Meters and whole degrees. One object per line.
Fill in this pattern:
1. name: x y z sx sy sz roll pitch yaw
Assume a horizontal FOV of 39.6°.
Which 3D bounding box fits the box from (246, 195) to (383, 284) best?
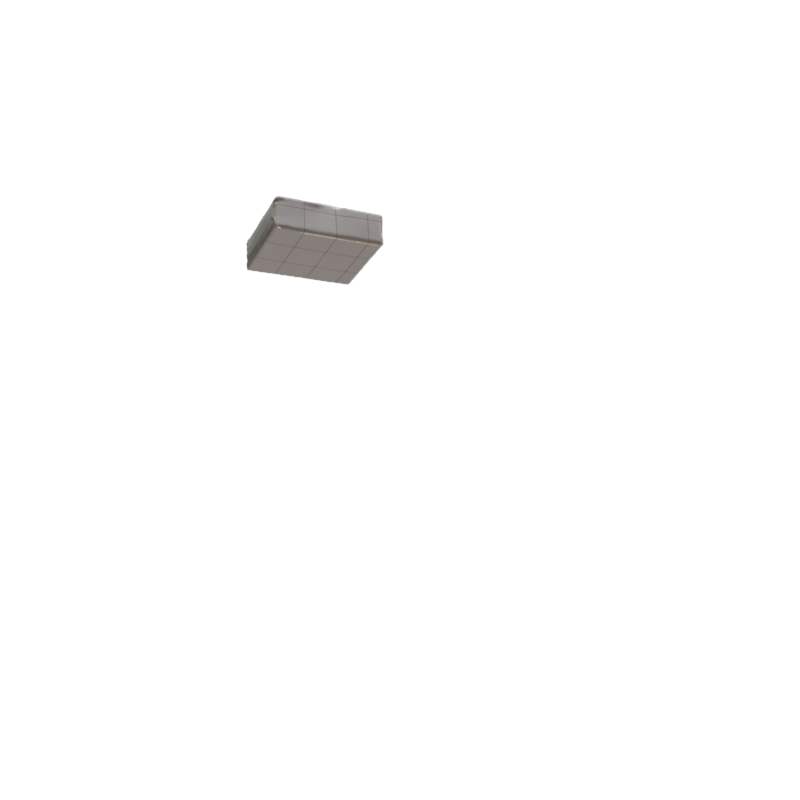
1. box: -0.067 -0.123 0.859 0.087 0.032 0.071 8 -25 -19
